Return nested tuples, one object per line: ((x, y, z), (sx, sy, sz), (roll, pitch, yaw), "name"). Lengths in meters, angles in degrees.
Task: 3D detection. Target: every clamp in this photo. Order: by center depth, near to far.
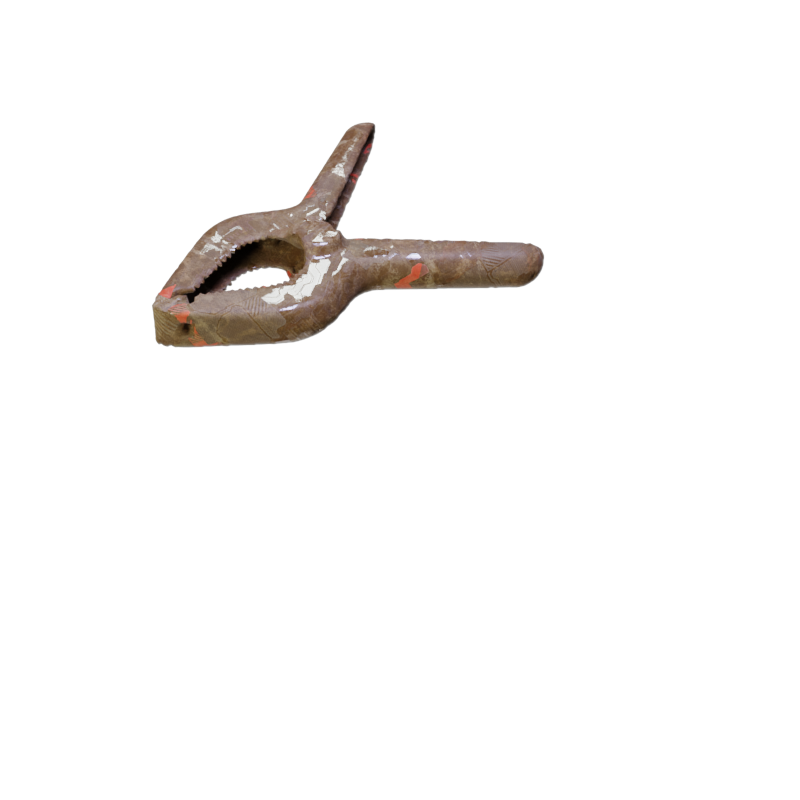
((-0.049, -0.090, 0.627), (0.208, 0.034, 0.178), (-22, 48, -22), "clamp")
